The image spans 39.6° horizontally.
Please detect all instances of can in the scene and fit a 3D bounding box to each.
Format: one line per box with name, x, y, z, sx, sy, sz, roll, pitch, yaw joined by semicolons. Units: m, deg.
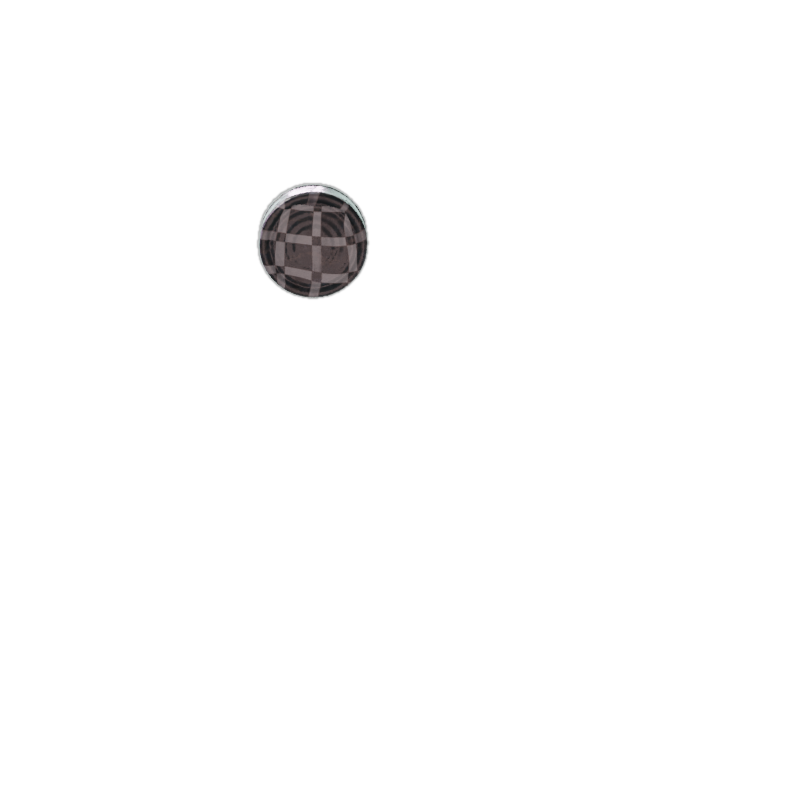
can;-0.068;-0.123;0.865;0.086;0.083;0.035;0;15;-1
